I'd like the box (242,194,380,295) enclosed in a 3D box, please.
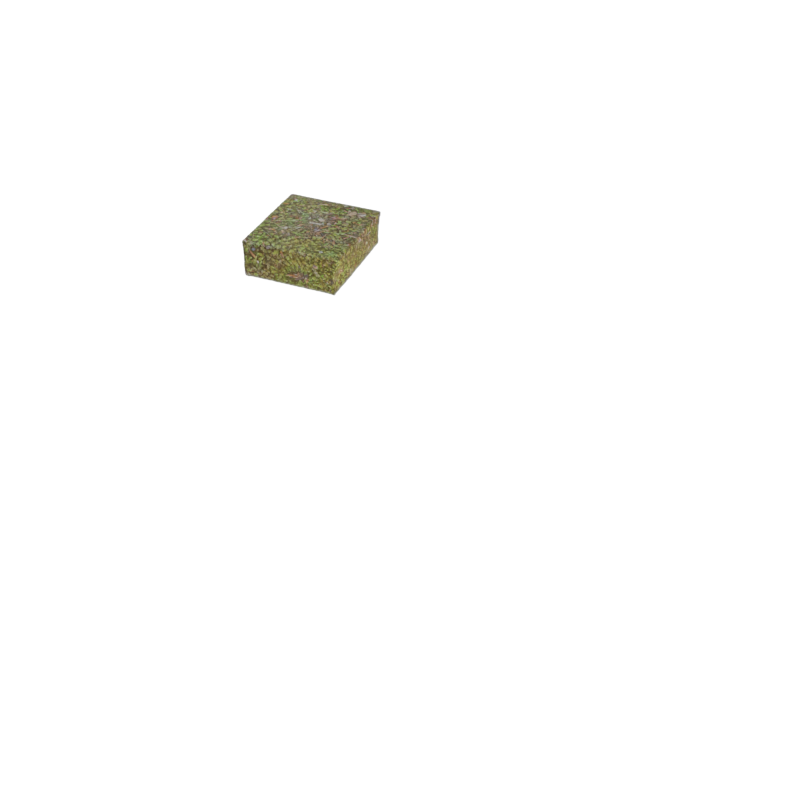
[{"bbox_3d":[-0.078,-0.142,0.992,0.093,0.036,0.117,12,36,16],"label":"box"}]
